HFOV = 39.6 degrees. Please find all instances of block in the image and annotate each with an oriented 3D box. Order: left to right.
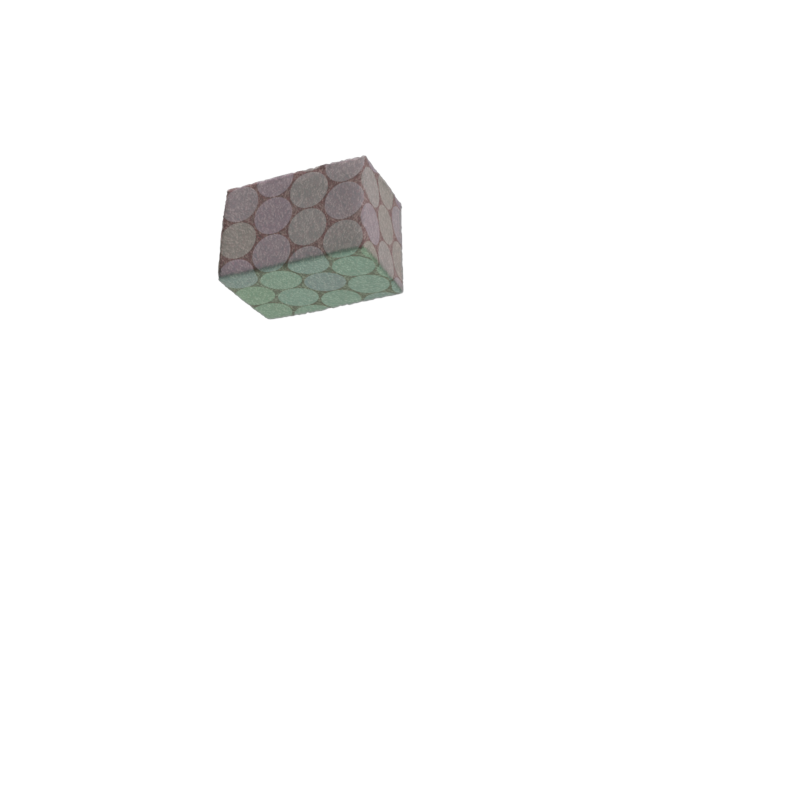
[{"bbox_3d":[-0.043,-0.078,0.547,0.079,0.054,0.049,-10,-27,20],"label":"block"}]
